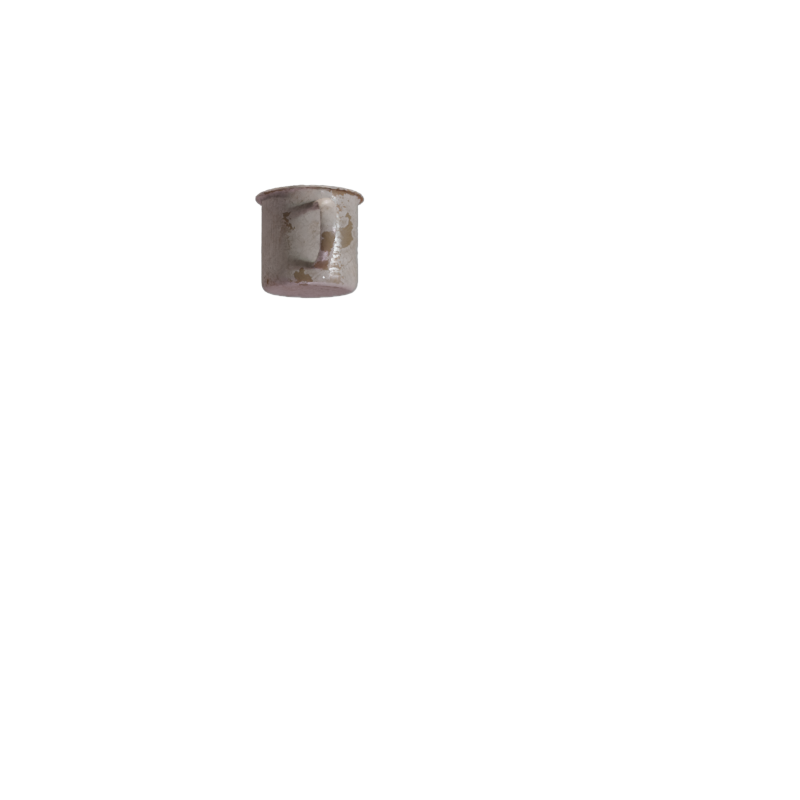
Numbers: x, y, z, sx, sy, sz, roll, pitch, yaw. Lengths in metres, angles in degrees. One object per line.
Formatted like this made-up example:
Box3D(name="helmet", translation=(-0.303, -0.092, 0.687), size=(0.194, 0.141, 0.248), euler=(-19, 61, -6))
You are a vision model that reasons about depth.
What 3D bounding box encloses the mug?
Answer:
Box3D(name="mug", translation=(-0.073, -0.132, 0.926), size=(0.091, 0.083, 0.117), euler=(2, -7, -18))
